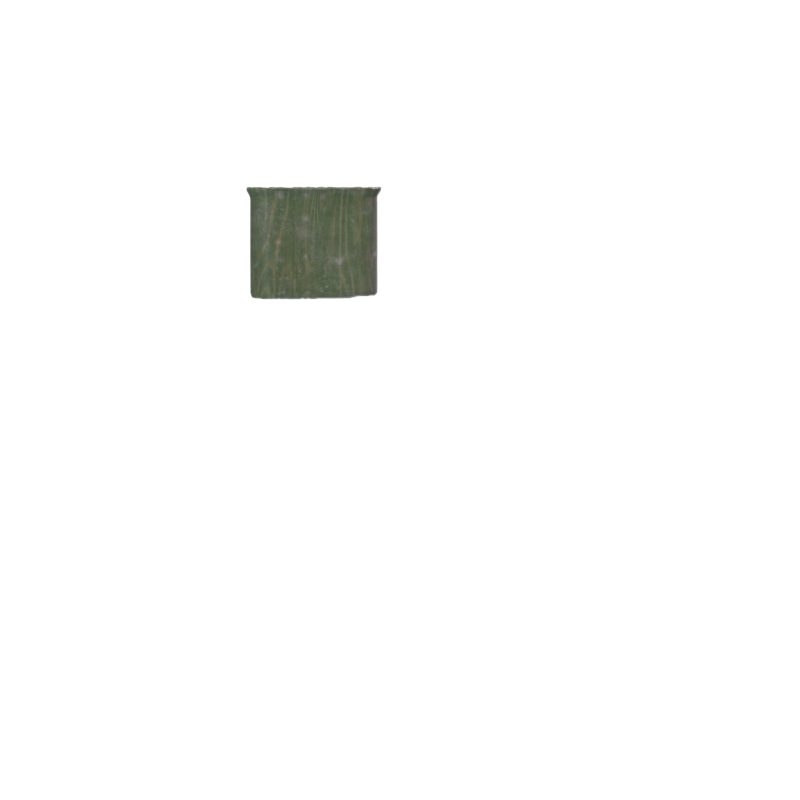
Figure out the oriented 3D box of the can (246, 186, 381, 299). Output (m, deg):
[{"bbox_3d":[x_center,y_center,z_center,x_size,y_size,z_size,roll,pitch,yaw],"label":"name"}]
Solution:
[{"bbox_3d":[-0.066,-0.121,0.847,0.101,0.083,0.058,0,5,-5],"label":"can"}]
